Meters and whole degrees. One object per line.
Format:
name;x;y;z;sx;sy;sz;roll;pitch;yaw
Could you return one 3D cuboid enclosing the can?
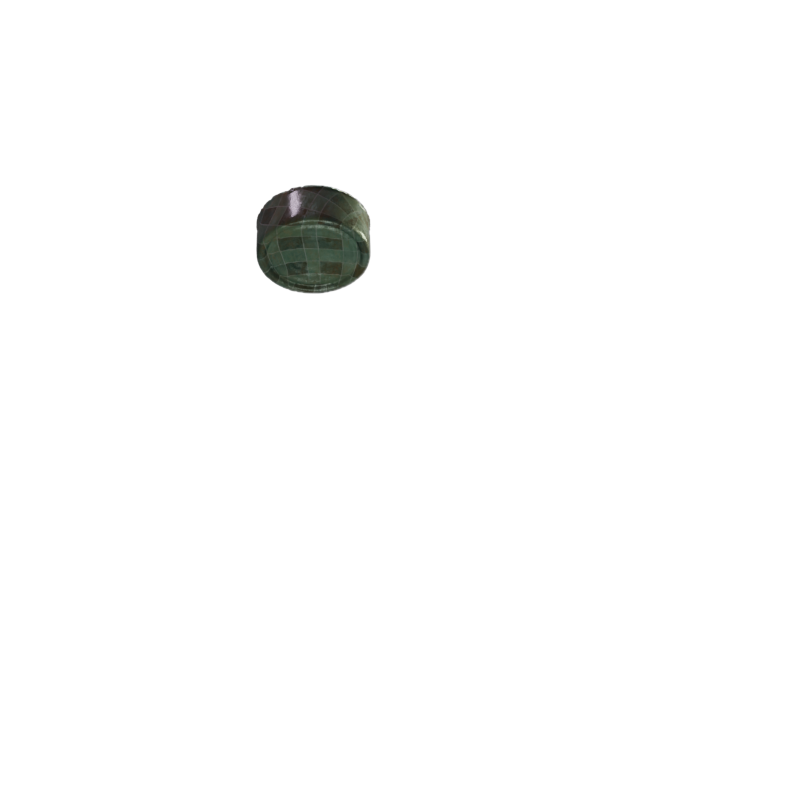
can;-0.064;-0.117;0.822;0.086;0.036;0.080;1;-38;-2
